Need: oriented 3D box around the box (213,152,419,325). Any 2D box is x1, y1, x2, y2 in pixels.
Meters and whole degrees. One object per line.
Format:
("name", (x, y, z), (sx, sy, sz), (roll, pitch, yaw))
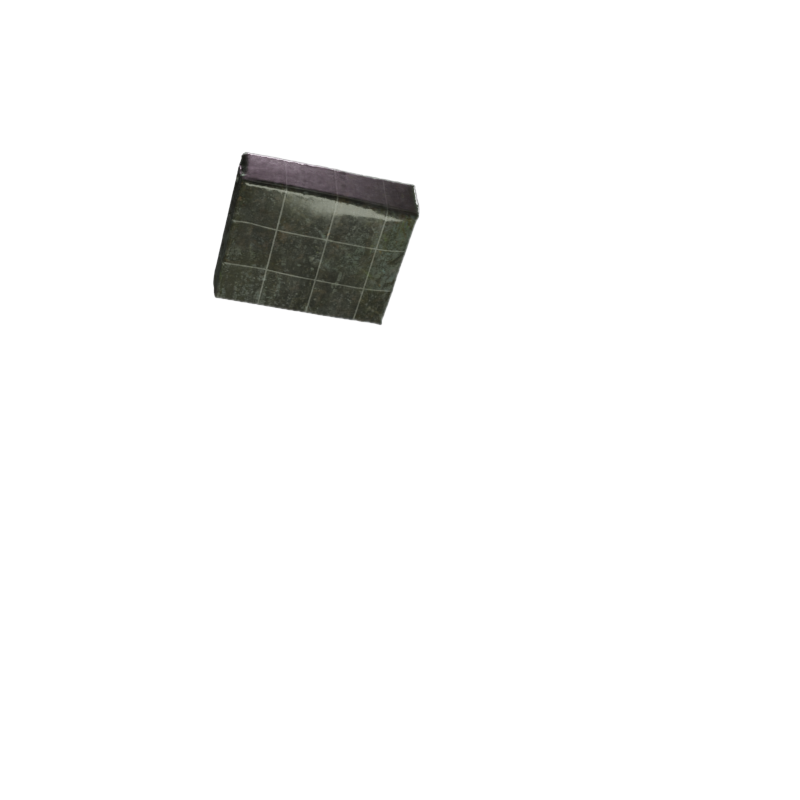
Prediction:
("box", (-0.054, -0.099, 0.691), (0.112, 0.085, 0.042), (12, 36, -9))
